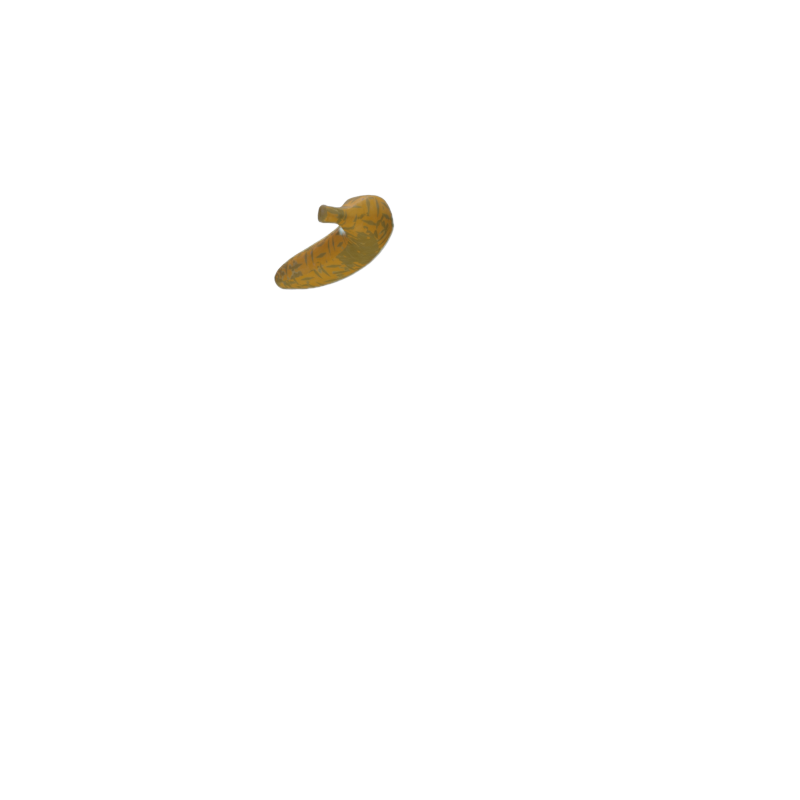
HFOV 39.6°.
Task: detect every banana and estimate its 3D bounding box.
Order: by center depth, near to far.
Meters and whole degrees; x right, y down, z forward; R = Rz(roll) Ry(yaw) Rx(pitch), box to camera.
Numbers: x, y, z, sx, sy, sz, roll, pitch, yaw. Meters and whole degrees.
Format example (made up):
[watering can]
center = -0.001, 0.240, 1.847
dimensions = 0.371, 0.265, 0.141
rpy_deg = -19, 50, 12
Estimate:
[banana]
center = -0.047, -0.120, 0.839
dimensions = 0.068, 0.038, 0.195
rpy_deg = 3, -11, -15
